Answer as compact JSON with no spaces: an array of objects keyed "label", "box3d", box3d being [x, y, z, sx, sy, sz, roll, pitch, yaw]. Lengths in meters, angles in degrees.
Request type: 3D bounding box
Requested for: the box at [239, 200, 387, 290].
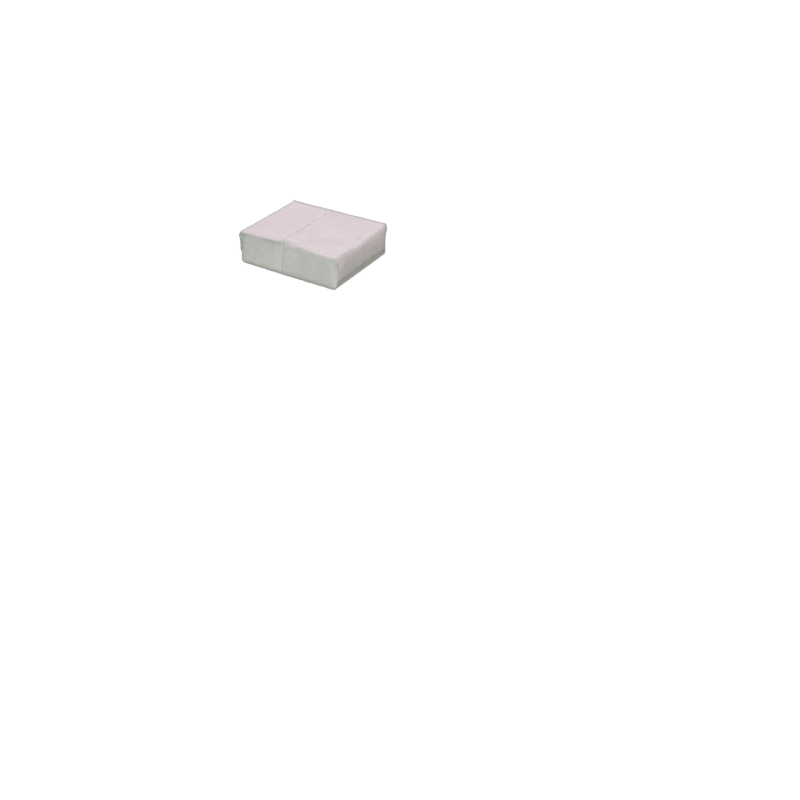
[{"label":"box","box3d":[-0.067,-0.121,0.848,0.094,0.028,0.074,19,35,28]}]
